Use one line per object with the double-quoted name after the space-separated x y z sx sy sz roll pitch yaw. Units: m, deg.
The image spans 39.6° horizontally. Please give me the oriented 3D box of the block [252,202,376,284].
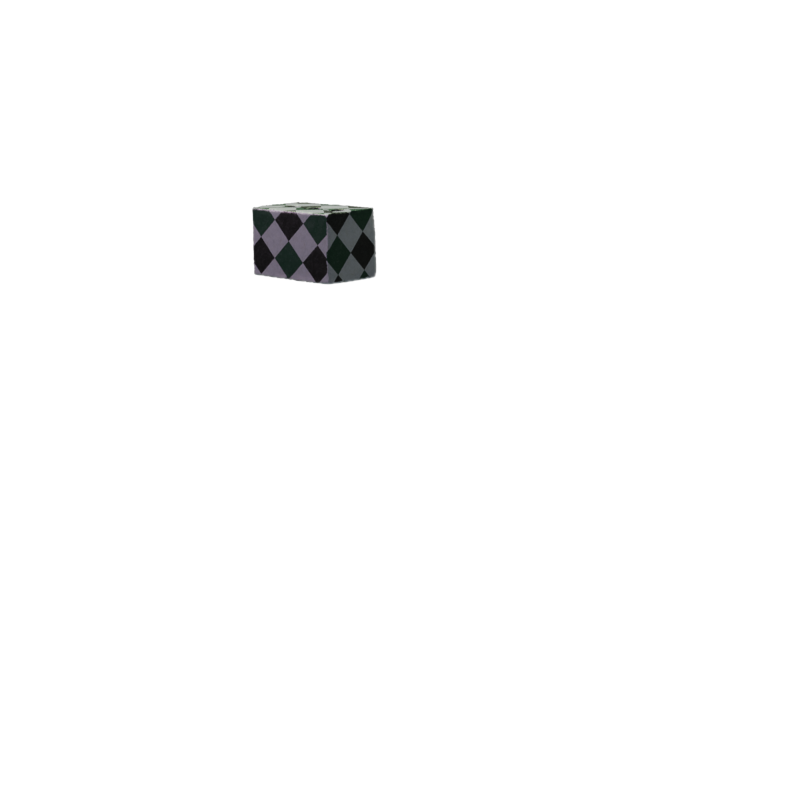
-0.063 -0.116 0.810 0.082 0.050 0.051 10 15 38 "block"
